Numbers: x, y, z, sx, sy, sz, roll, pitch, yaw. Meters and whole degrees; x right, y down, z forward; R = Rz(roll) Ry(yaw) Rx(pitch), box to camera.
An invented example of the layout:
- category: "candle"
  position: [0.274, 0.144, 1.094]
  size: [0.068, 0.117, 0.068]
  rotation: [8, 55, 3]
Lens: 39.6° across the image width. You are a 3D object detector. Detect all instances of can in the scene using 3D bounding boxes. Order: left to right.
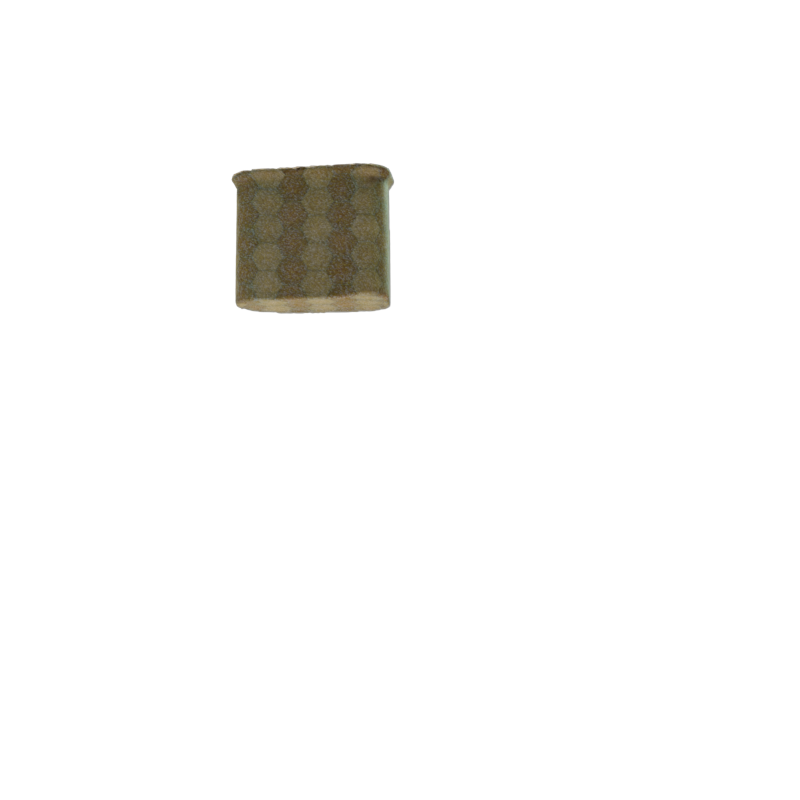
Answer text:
- category: "can"
  position: [-0.055, -0.100, 0.702]
  size: [0.103, 0.086, 0.055]
  rotation: [-2, -11, 8]
